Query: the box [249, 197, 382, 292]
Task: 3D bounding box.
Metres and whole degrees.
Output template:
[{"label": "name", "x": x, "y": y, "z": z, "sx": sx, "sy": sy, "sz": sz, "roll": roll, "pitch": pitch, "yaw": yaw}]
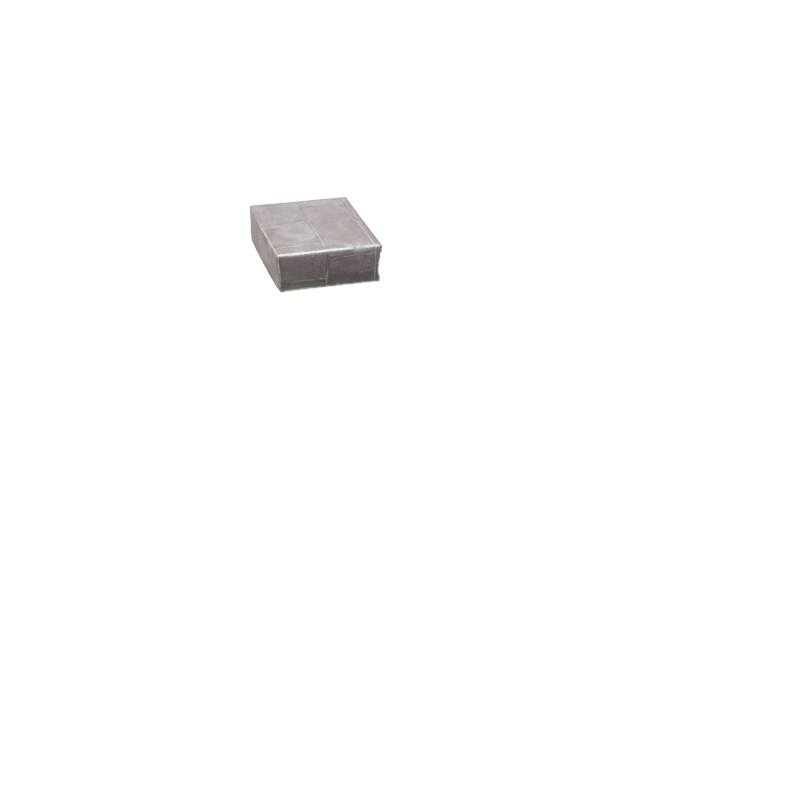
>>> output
[{"label": "box", "x": -0.075, "y": -0.136, "z": 0.950, "sx": 0.089, "sy": 0.037, "sz": 0.122, "roll": -9, "pitch": 33, "yaw": -14}]
